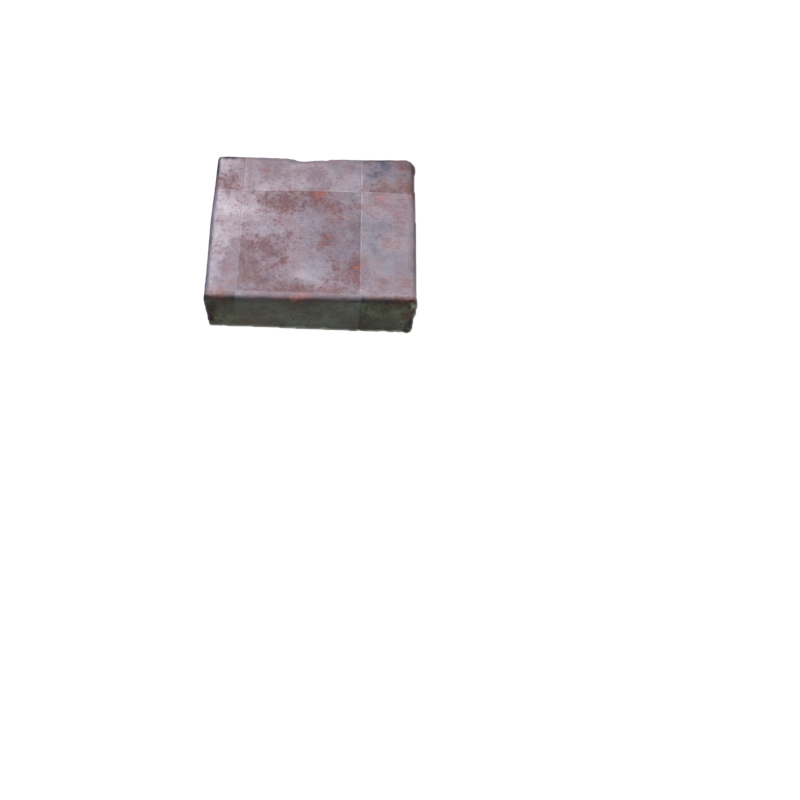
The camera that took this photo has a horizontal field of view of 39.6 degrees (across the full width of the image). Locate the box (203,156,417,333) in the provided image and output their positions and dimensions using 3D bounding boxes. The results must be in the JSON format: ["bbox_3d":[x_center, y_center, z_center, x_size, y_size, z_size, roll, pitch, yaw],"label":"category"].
[{"bbox_3d":[-0.037,-0.069,0.481,0.089,0.078,0.028,1,-31,0],"label":"box"}]
